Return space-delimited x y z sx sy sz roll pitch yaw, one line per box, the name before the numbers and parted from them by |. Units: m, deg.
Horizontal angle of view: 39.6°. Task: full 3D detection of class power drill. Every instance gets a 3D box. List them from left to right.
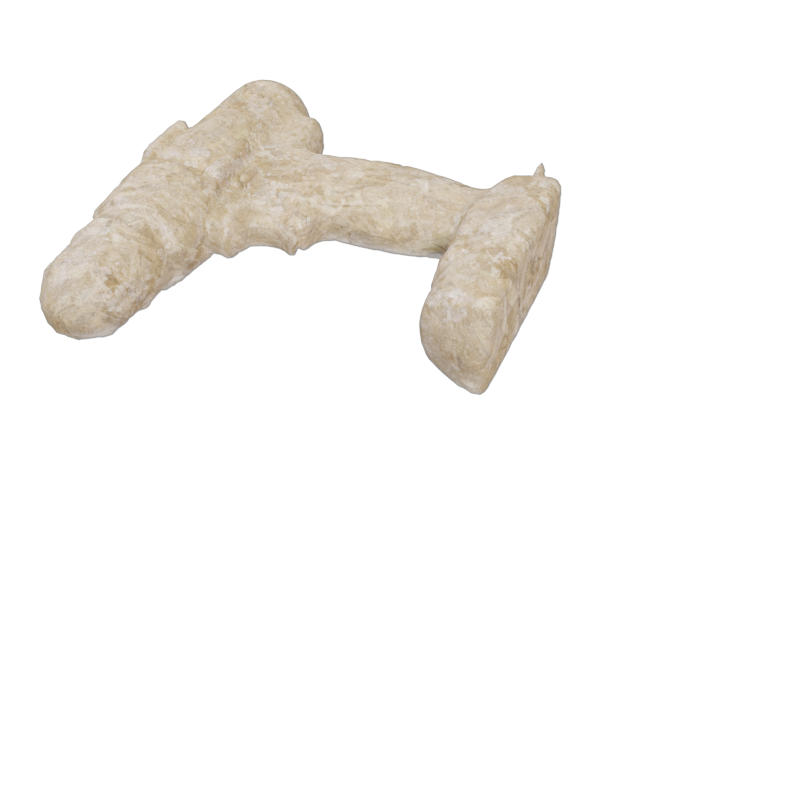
power drill | -0.038 -0.069 0.484 0.195 0.053 0.191 19 48 18
